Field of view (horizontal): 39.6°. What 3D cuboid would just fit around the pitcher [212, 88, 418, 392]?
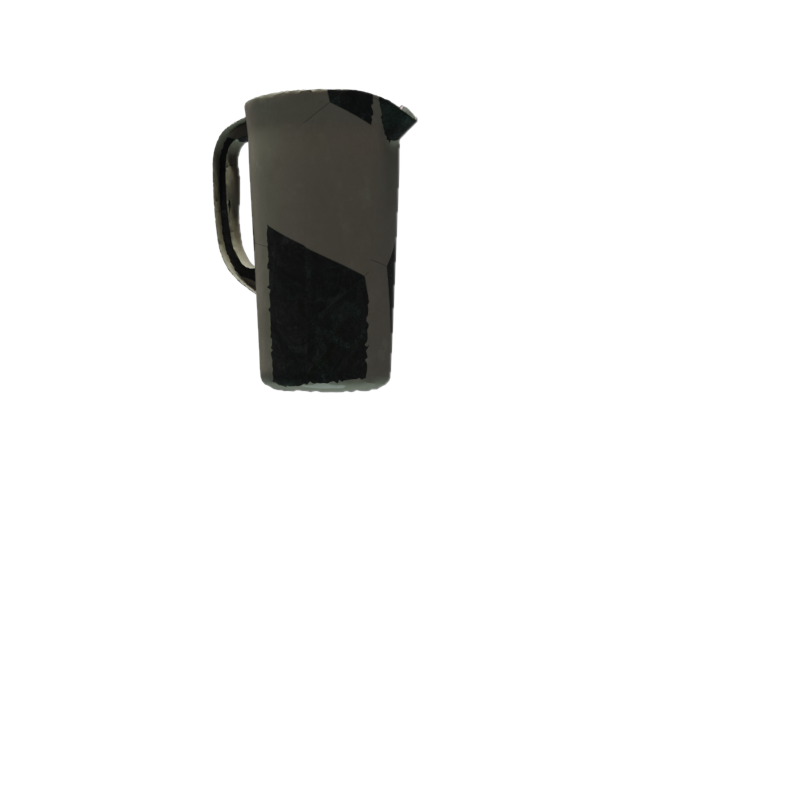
[{"bbox_3d":[-0.072,-0.132,0.925,0.141,0.245,0.152,0,-2,-20],"label":"pitcher"}]
